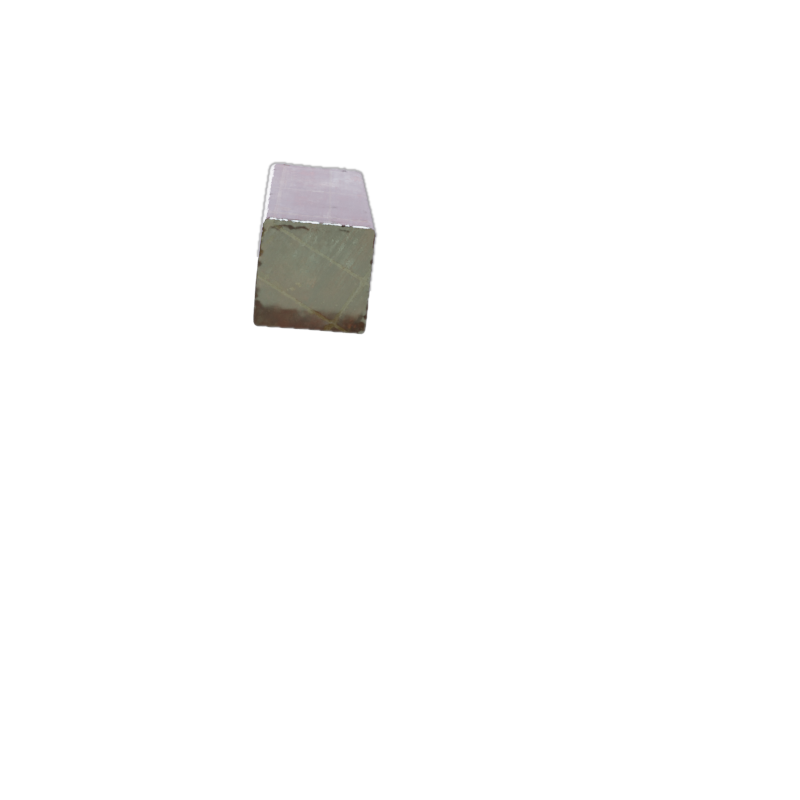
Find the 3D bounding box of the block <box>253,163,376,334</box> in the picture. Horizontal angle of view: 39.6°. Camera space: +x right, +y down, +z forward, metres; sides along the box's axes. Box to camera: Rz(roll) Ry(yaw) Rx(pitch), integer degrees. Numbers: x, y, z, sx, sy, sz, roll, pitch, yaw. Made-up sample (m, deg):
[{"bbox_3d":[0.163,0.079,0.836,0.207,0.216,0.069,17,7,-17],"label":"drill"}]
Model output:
[{"bbox_3d":[-0.075,-0.137,0.958,0.090,0.087,0.216,5,22,-6],"label":"block"}]
